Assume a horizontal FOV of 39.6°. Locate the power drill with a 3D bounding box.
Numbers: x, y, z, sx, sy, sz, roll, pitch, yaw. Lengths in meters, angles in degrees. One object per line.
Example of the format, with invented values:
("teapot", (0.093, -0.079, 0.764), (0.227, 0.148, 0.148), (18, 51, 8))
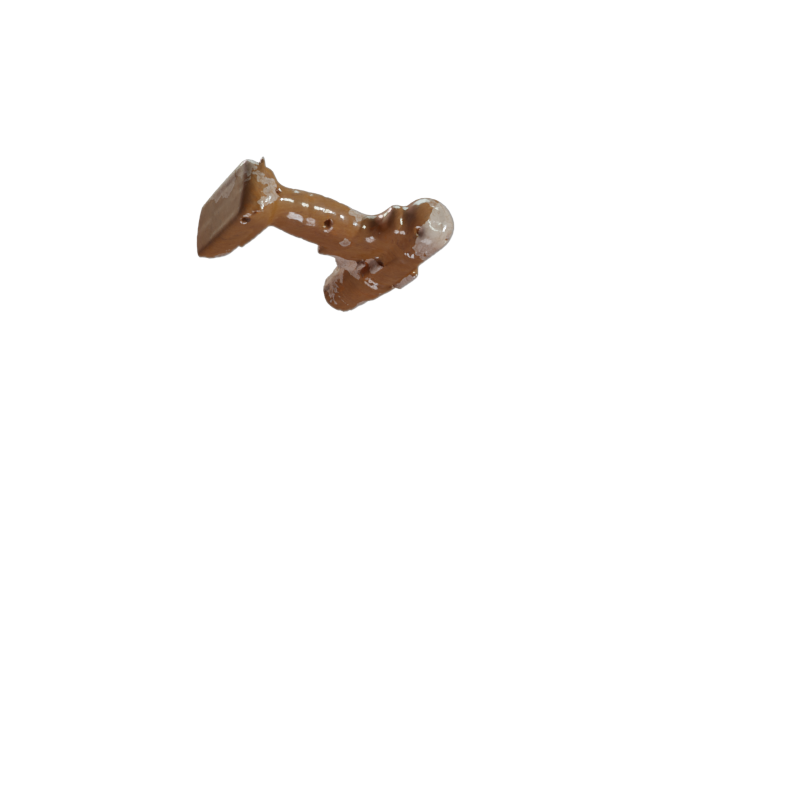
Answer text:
("power drill", (-0.074, -0.135, 0.947), (0.180, 0.061, 0.182), (11, -25, -26))
